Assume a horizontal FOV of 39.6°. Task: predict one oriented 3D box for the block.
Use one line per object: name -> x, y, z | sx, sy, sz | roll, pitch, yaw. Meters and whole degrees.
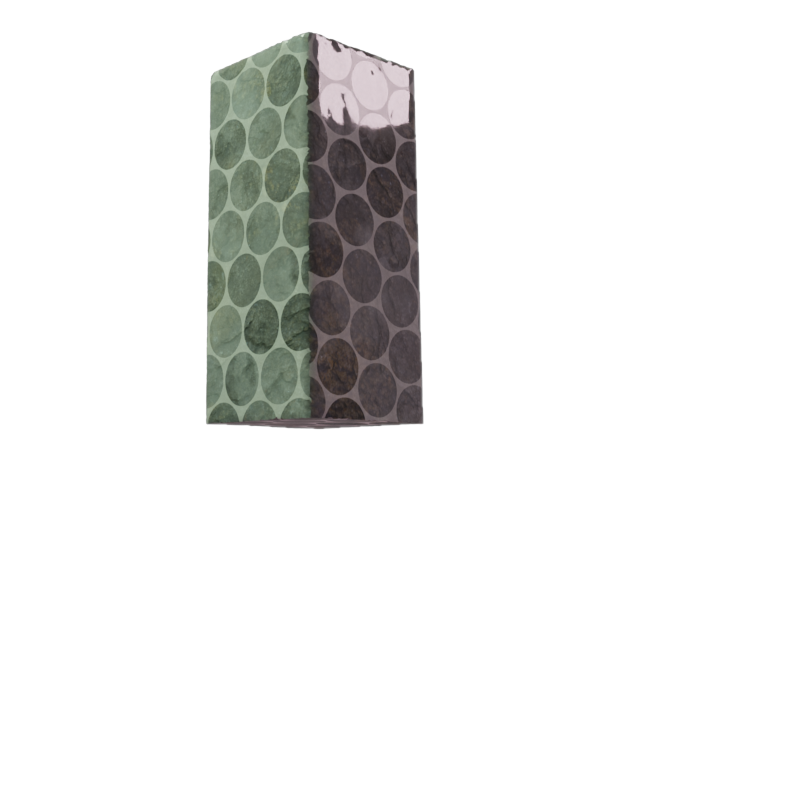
block -> -0.050, -0.091, 0.634 | 0.086, 0.212, 0.093 | 10, -15, -44
